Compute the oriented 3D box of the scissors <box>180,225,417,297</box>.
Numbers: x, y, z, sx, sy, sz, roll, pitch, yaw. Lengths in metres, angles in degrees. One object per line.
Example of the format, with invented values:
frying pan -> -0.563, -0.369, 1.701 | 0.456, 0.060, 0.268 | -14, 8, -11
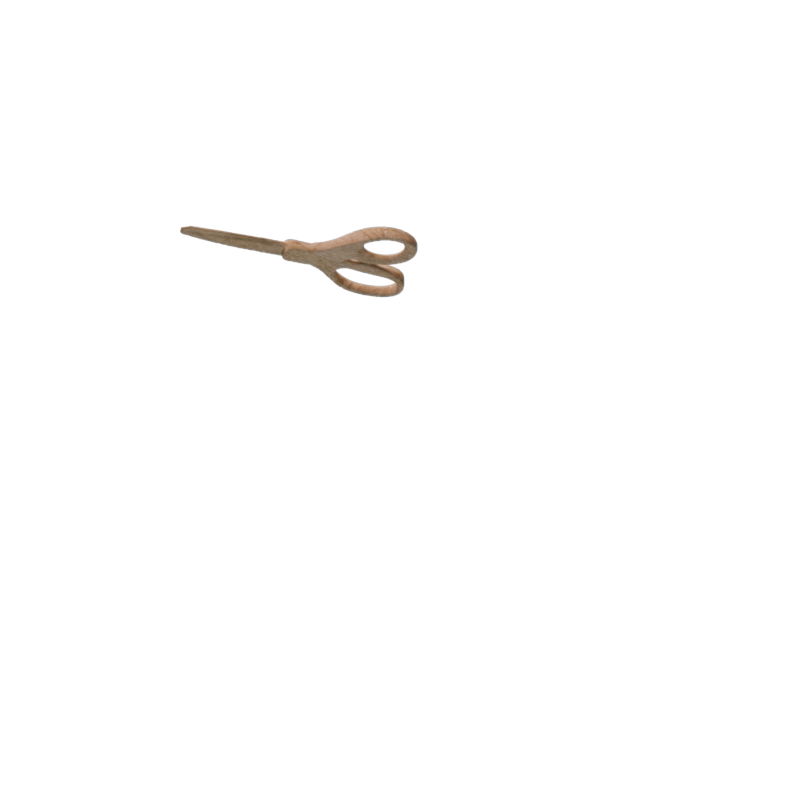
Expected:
scissors -> -0.072, -0.132, 0.925 | 0.192, 0.017, 0.094 | 19, -37, -27
